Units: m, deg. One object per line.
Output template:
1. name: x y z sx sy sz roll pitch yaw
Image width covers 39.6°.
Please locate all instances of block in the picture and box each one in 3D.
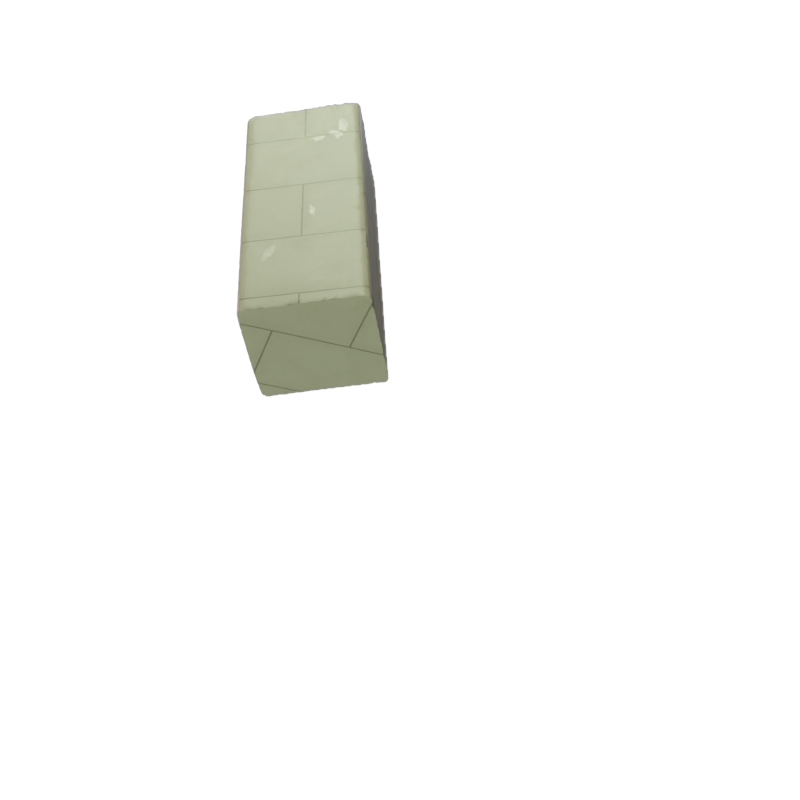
1. block: -0.064 -0.116 0.808 0.091 0.221 0.083 -8 -43 5
